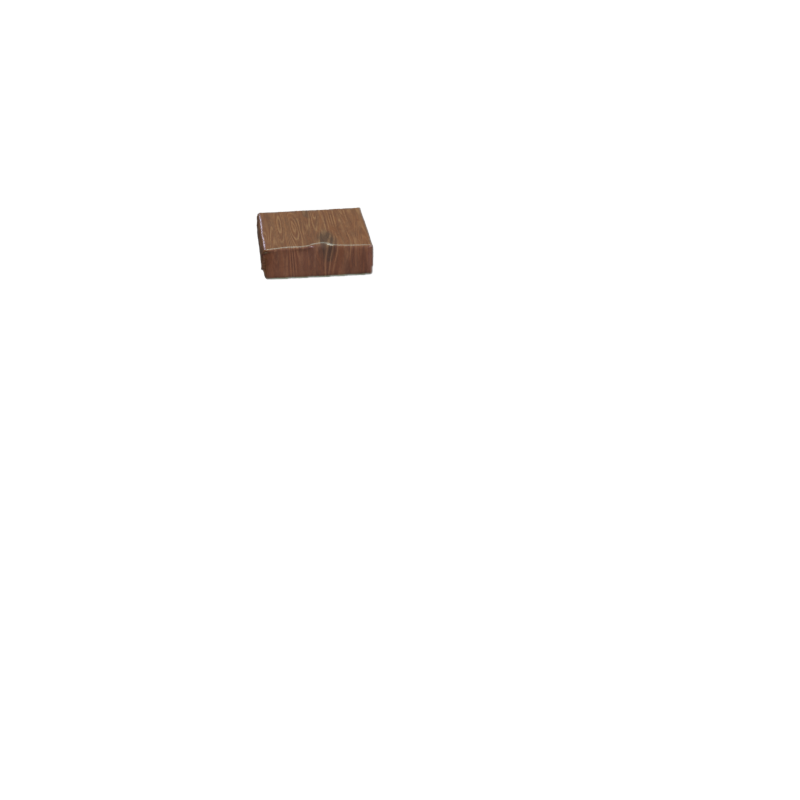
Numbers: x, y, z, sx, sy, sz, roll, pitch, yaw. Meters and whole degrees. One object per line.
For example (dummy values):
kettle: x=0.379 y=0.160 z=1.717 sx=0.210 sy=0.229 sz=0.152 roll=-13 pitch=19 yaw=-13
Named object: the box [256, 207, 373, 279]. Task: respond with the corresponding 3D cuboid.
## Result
box: x=-0.071 y=-0.129 z=0.901 sx=0.089 sy=0.028 sz=0.078 roll=-4 pitch=32 yaw=-6
